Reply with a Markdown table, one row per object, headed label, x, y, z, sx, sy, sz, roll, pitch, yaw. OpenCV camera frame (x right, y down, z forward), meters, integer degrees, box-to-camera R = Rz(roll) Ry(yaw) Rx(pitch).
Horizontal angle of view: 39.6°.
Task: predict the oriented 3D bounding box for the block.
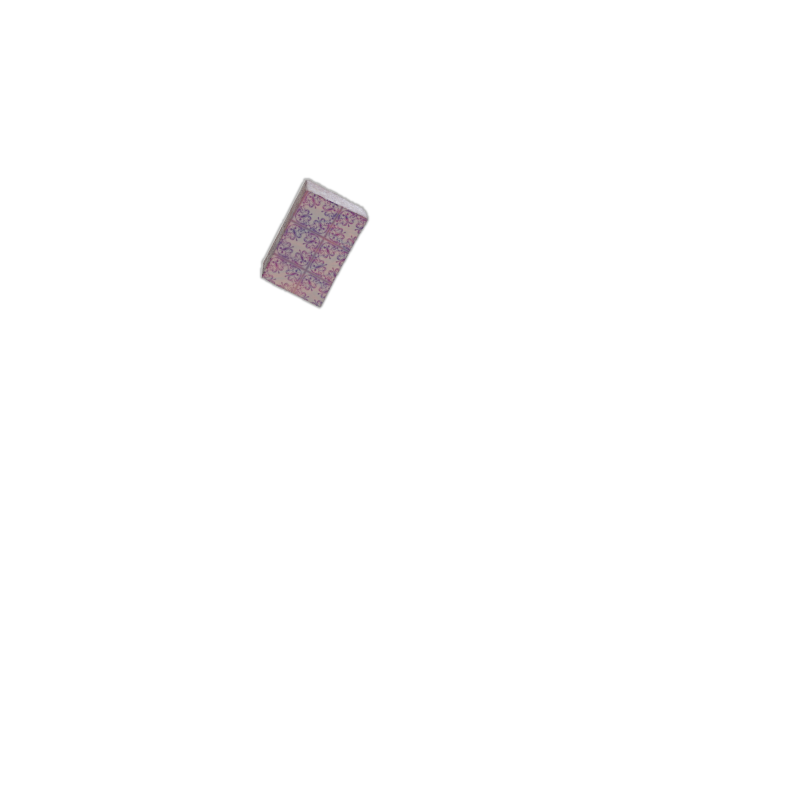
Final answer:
| label | x | y | z | sx | sy | sz | roll | pitch | yaw |
| --- | --- | --- | --- | --- | --- | --- | --- | --- | --- |
| block | -0.066 | -0.120 | 0.837 | 0.052 | 0.077 | 0.053 | 27 | 14 | -10 |
